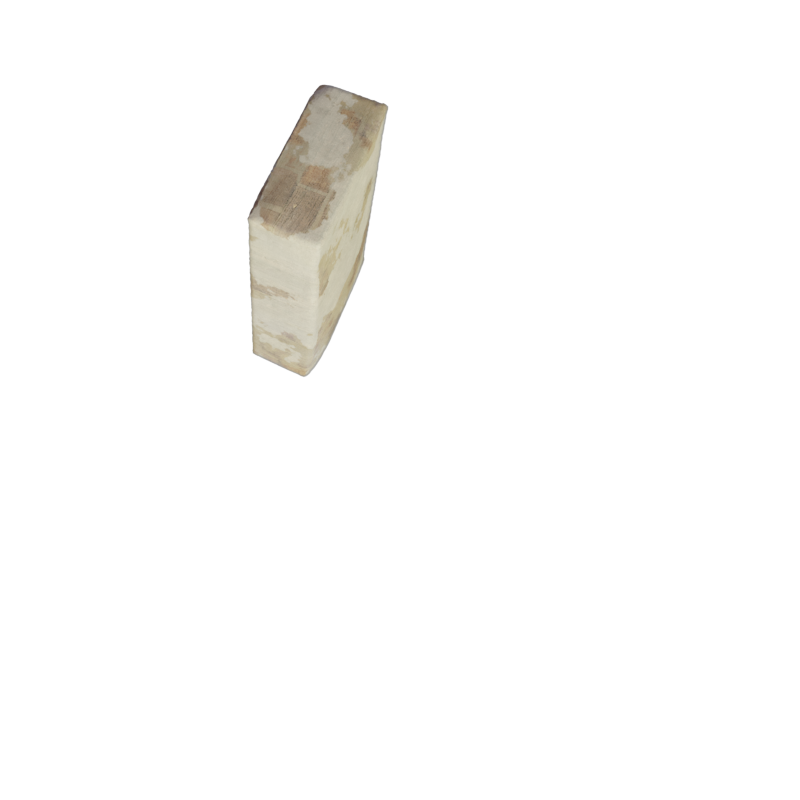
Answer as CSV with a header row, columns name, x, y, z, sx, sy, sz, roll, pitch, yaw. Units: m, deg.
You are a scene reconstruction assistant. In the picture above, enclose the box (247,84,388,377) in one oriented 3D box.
name,x,y,z,sx,sy,sz,roll,pitch,yaw
box,-0.049,-0.089,0.622,0.049,0.097,0.167,21,-23,5
